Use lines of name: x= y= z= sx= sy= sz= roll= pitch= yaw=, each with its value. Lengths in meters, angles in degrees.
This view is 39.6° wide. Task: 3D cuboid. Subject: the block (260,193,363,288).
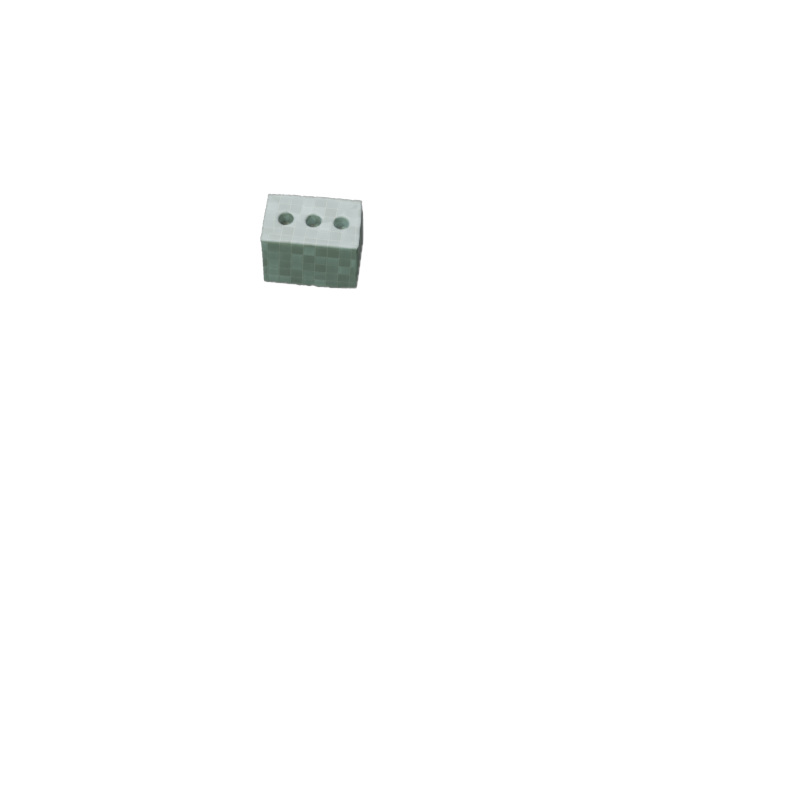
block: x=-0.069 y=-0.126 z=0.883 sx=0.078 sy=0.056 sz=0.048 roll=4 pitch=-38 yaw=2
